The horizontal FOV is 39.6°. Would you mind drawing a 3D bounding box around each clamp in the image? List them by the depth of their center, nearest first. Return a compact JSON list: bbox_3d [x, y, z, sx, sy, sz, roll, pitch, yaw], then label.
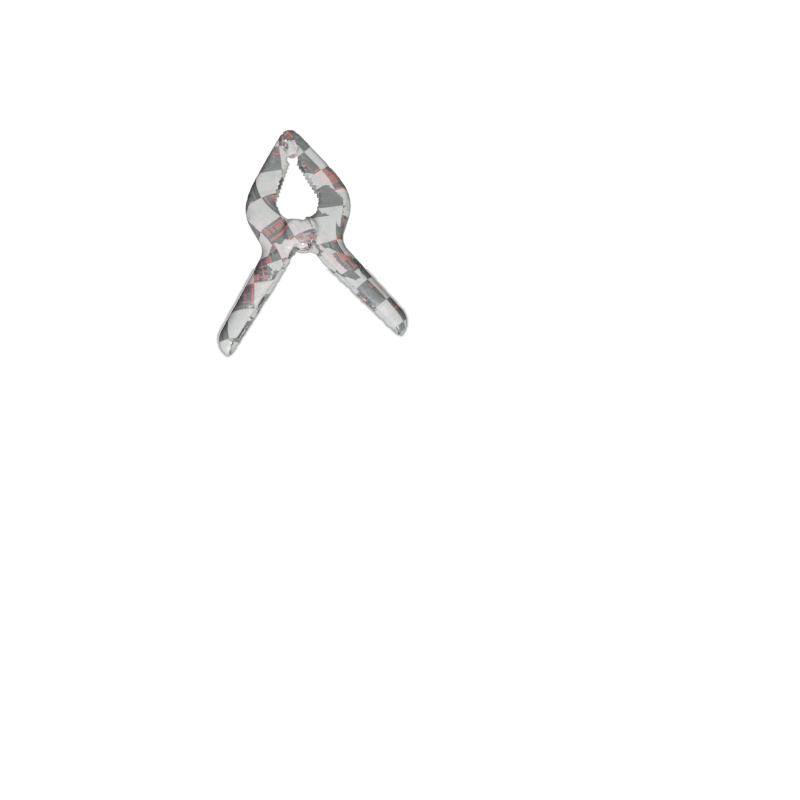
[{"bbox_3d":[-0.078,-0.142,0.994,0.164,0.220,0.035,-1,-19,0],"label":"clamp"}]
